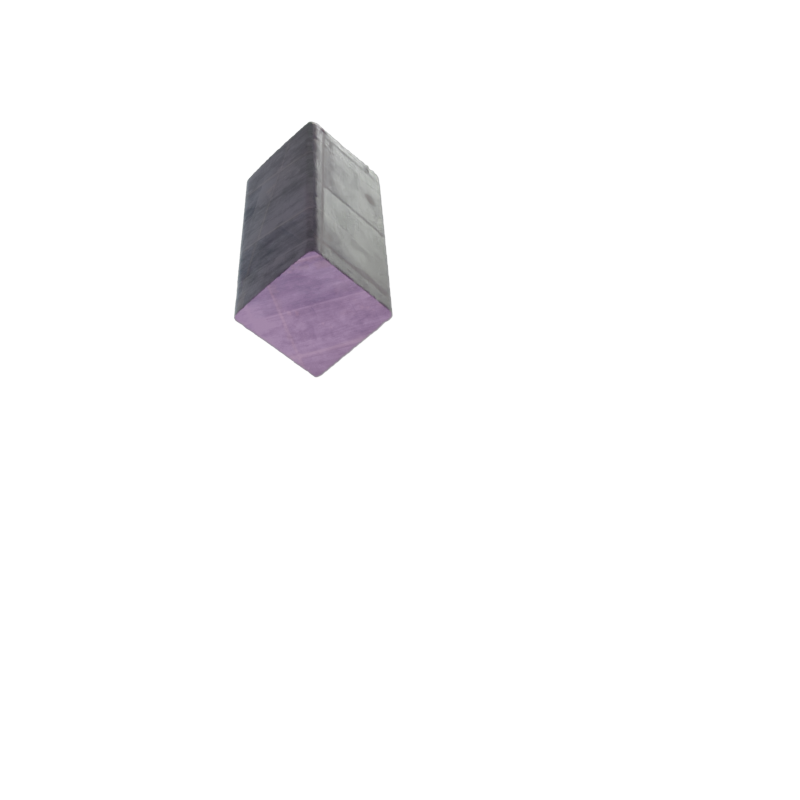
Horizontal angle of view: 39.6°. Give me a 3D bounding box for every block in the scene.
[{"bbox_3d":[-0.072,-0.133,0.929,0.089,0.221,0.086,-39,-59,24],"label":"block"}]
